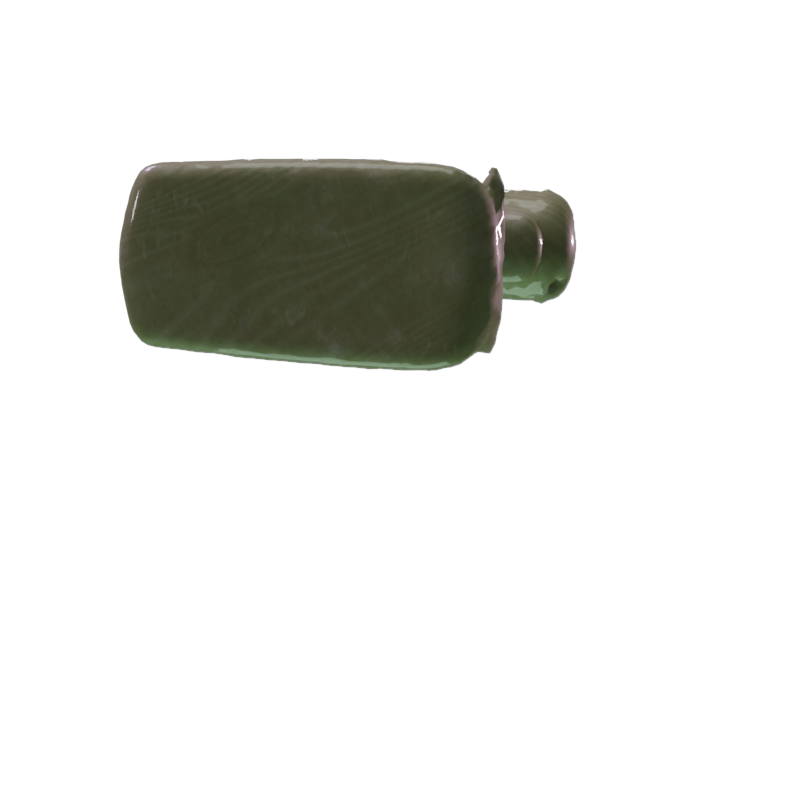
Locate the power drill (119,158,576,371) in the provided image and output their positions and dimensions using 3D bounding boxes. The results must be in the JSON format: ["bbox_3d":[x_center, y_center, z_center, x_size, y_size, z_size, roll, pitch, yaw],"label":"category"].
[{"bbox_3d":[-0.031,-0.056,0.391,0.187,0.056,0.189,2,11,9],"label":"power drill"}]
